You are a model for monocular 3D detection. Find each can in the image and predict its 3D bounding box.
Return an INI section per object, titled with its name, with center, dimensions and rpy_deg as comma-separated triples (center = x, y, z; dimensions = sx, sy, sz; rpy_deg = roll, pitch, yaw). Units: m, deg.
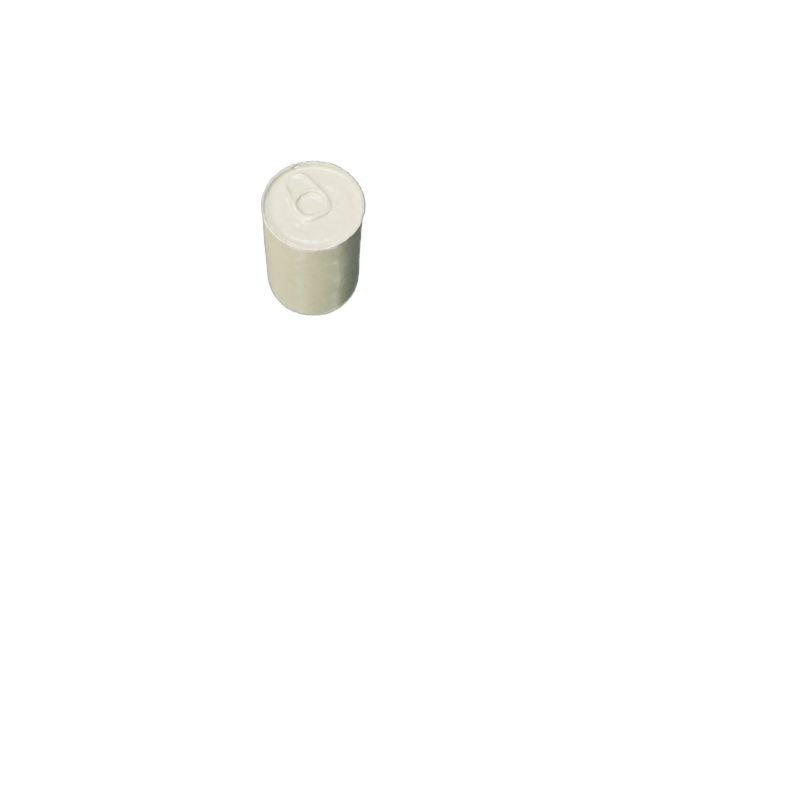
[can]
center = -0.060, -0.109, 0.762
dimensions = 0.068, 0.073, 0.097
rpy_deg = 0, -24, -3
